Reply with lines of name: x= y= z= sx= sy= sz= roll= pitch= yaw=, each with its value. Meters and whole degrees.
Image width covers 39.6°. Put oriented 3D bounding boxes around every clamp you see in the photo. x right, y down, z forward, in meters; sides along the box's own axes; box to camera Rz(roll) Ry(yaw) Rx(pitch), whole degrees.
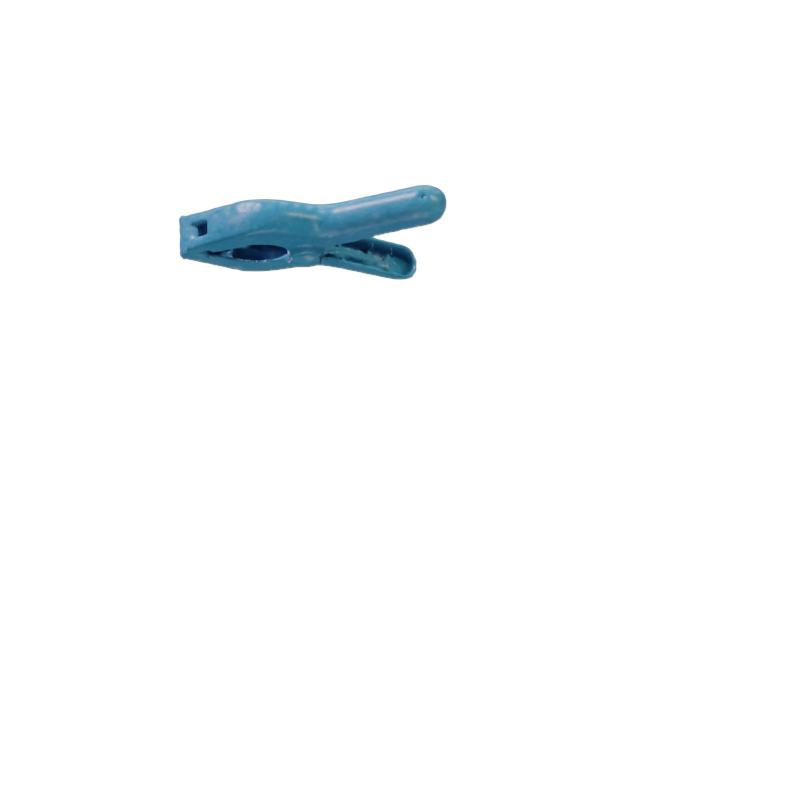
clamp: x=-0.058 y=-0.105 z=0.736 sx=0.172 sy=0.041 sz=0.113 roll=-1 pitch=-22 yaw=2
